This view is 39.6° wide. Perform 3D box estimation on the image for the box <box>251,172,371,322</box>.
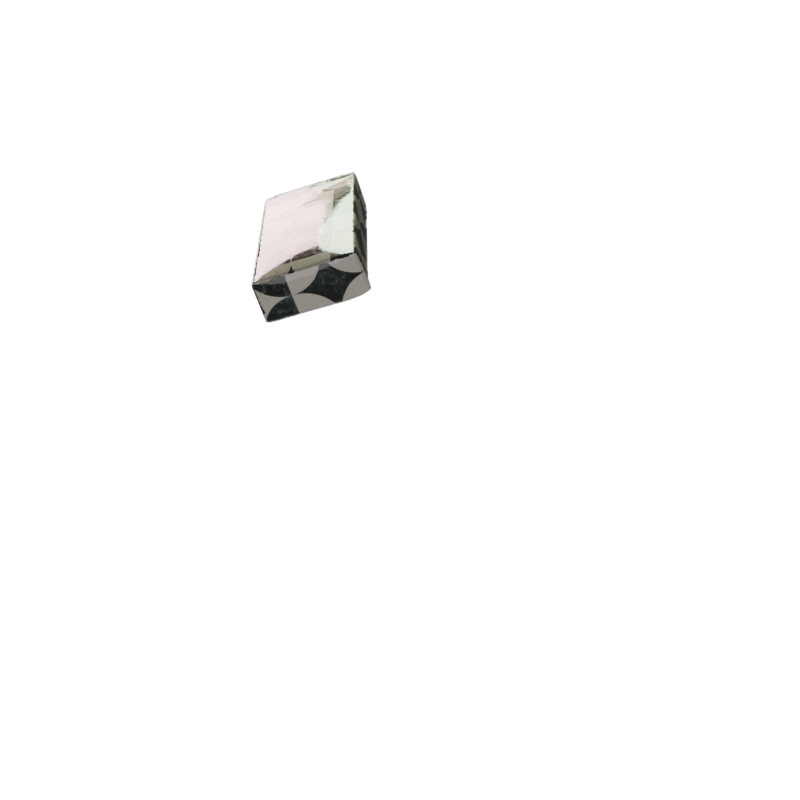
[{"bbox_3d":[-0.077,-0.140,0.977,0.094,0.045,0.188,-16,33,7],"label":"box"}]
